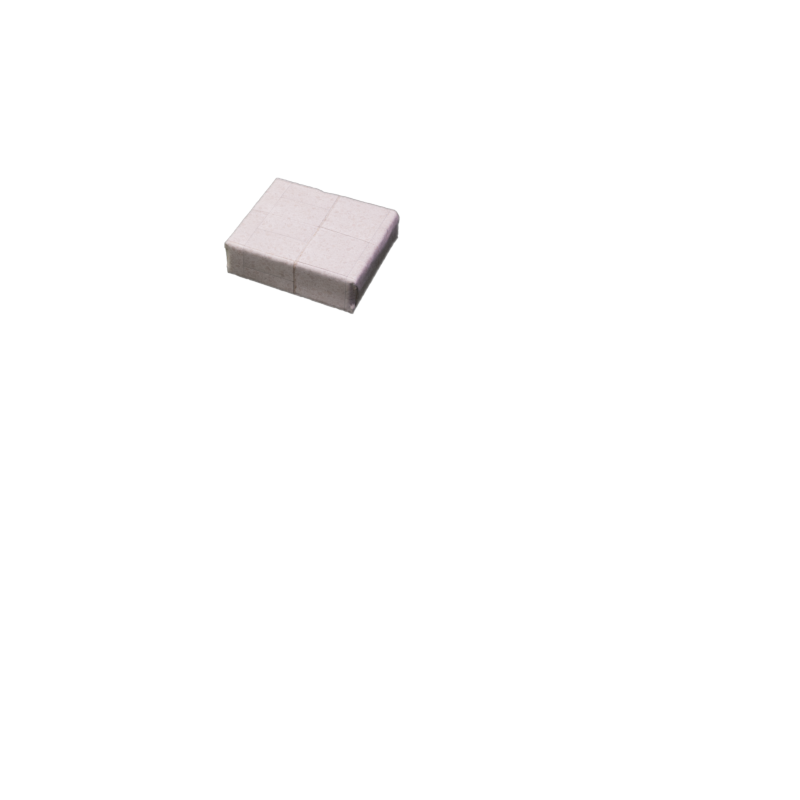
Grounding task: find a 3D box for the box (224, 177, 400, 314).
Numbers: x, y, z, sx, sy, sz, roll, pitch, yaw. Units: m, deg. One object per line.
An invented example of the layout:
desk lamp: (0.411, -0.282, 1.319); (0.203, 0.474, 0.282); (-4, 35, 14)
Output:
box: (-0.054, -0.099, 0.697); (0.092, 0.028, 0.076); (17, 48, 16)
